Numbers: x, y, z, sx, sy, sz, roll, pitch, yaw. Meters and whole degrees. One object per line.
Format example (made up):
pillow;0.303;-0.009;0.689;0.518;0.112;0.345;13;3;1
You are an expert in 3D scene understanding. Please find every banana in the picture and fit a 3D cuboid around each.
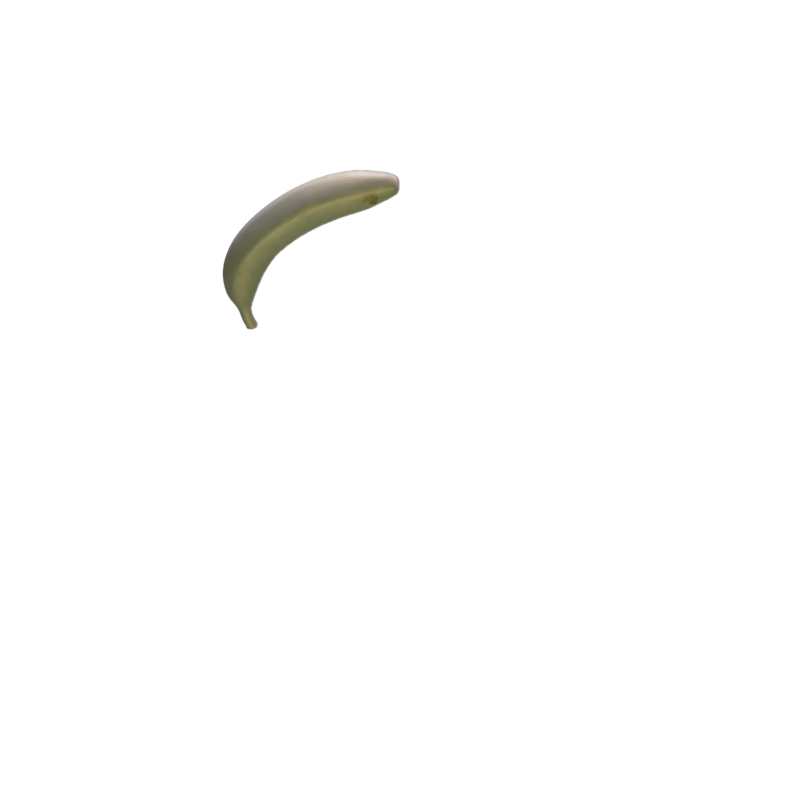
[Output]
banana;-0.088;-0.138;0.916;0.066;0.039;0.195;34;-56;-28
